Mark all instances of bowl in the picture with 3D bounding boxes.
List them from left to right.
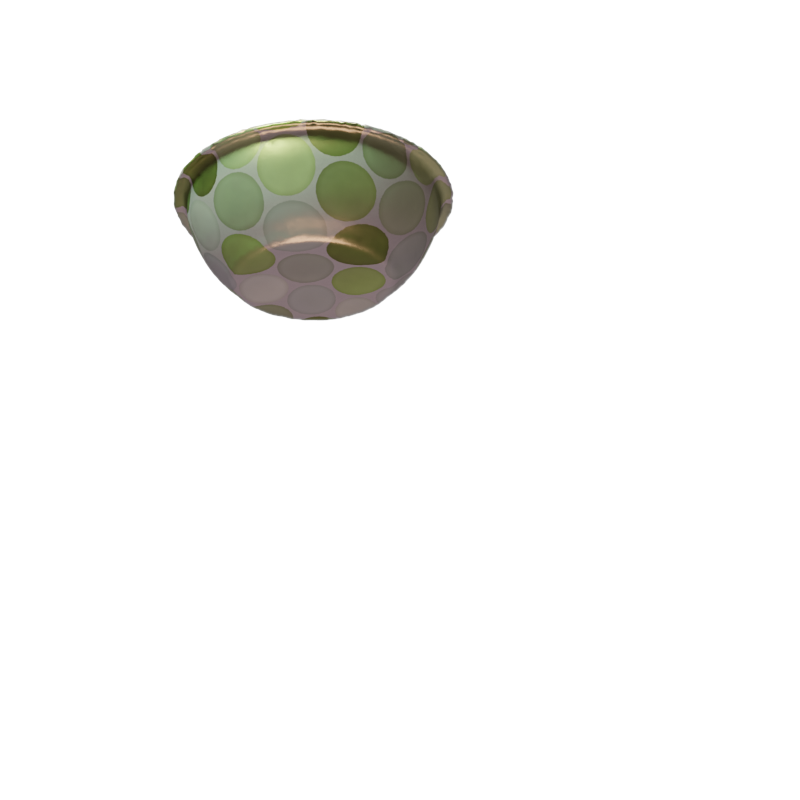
[{"bbox_3d":[-0.049,-0.090,0.631,0.162,0.058,0.153,1,-26,-2],"label":"bowl"}]
